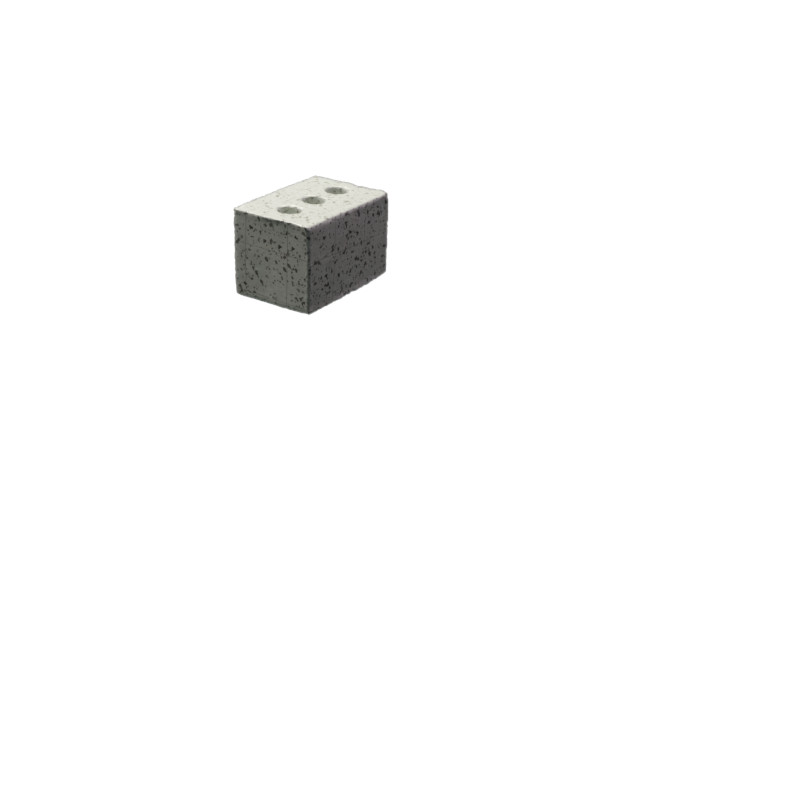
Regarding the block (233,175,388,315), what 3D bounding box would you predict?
[{"bbox_3d":[-0.048,-0.088,0.619,0.055,0.049,0.078,16,30,30],"label":"block"}]
